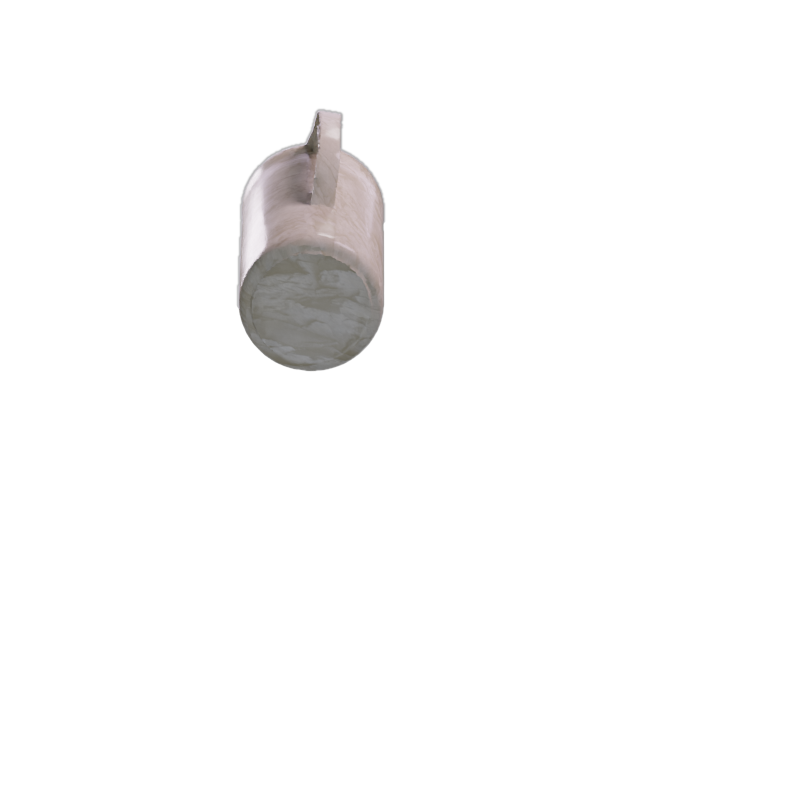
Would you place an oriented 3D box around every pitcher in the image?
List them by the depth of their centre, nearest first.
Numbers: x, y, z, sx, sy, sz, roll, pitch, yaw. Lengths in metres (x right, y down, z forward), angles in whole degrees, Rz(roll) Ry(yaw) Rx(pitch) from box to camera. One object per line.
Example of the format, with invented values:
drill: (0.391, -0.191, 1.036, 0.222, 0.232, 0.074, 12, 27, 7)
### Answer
pitcher: (-0.072, -0.131, 0.919, 0.144, 0.142, 0.256, -33, 22, 11)
